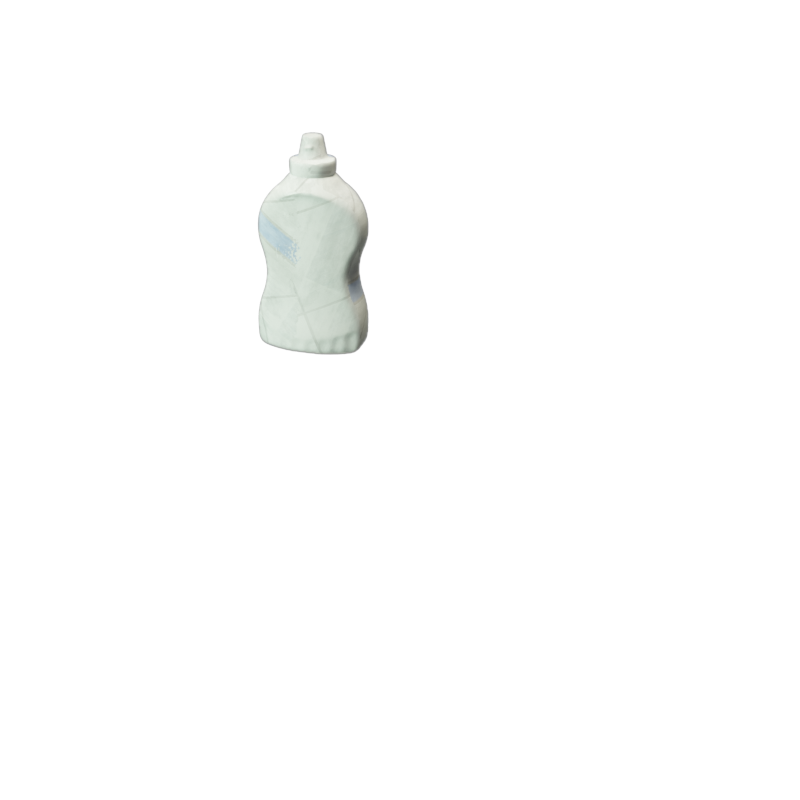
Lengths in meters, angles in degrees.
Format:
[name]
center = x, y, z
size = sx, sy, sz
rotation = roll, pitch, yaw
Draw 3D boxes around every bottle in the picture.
[bottle]
center = -0.076, -0.138, 0.969
size = 0.099, 0.184, 0.059
rotation = 7, 19, 17
